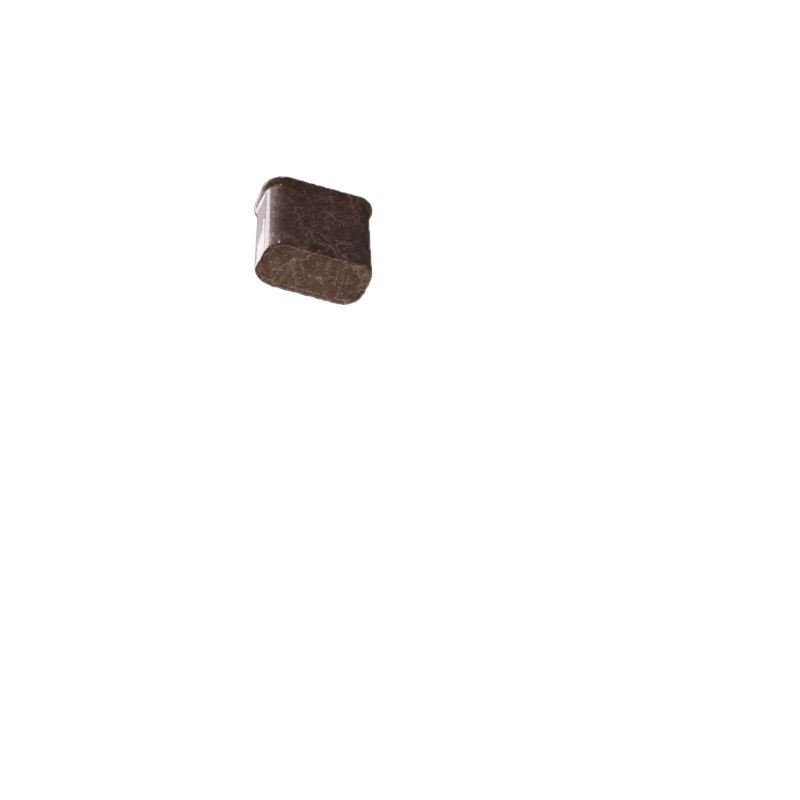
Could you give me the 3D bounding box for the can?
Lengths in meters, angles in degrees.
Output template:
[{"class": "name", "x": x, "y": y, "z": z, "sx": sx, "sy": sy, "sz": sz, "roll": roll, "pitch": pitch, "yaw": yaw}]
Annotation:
[{"class": "can", "x": -0.074, "y": -0.135, "z": 0.947, "sx": 0.099, "sy": 0.090, "sz": 0.055, "roll": 13, "pitch": -45, "yaw": -16}]
